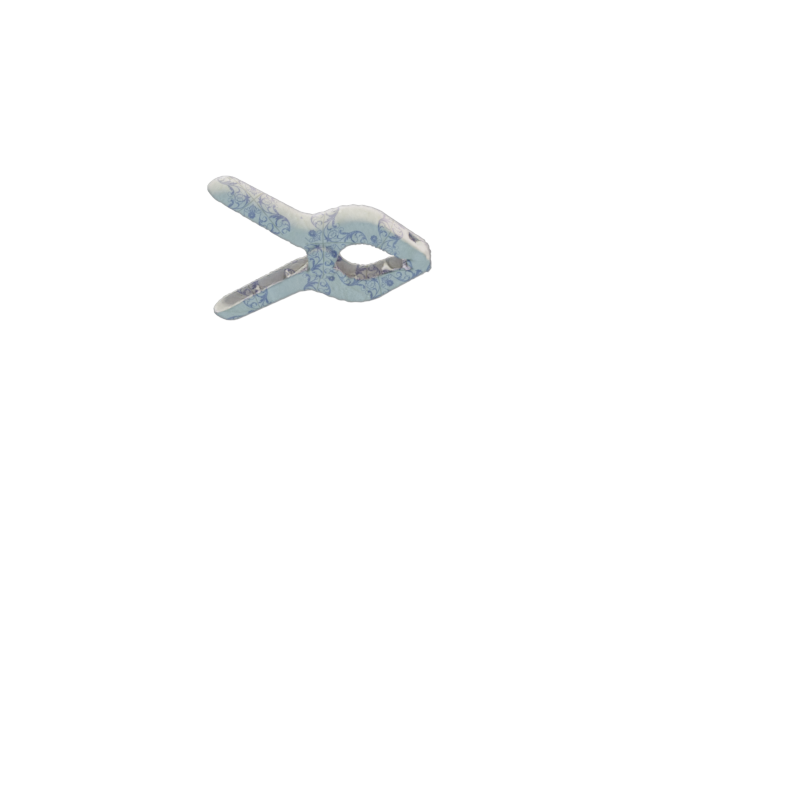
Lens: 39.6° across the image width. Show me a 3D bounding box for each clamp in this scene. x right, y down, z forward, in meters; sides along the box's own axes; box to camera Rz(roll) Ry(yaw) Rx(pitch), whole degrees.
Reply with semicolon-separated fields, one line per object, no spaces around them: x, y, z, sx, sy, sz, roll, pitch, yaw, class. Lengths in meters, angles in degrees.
-0.064;-0.117;0.823;0.172;0.111;0.042;-6;39;5;clamp
